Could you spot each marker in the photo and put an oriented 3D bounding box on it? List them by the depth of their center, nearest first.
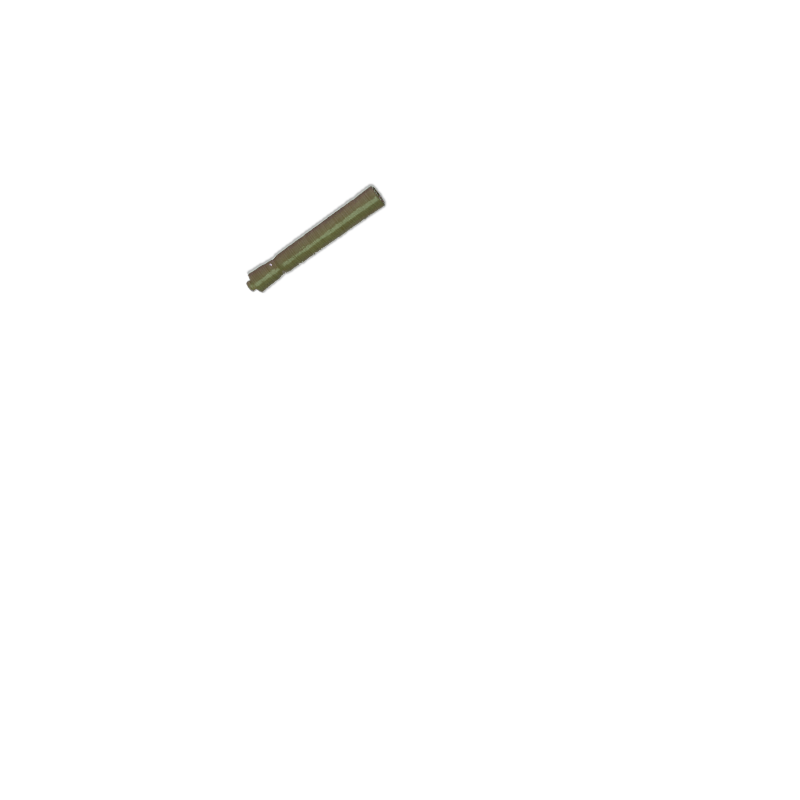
[{"bbox_3d":[-0.065,-0.118,0.825,0.120,0.020,0.019,-34,-4,12],"label":"marker"}]
